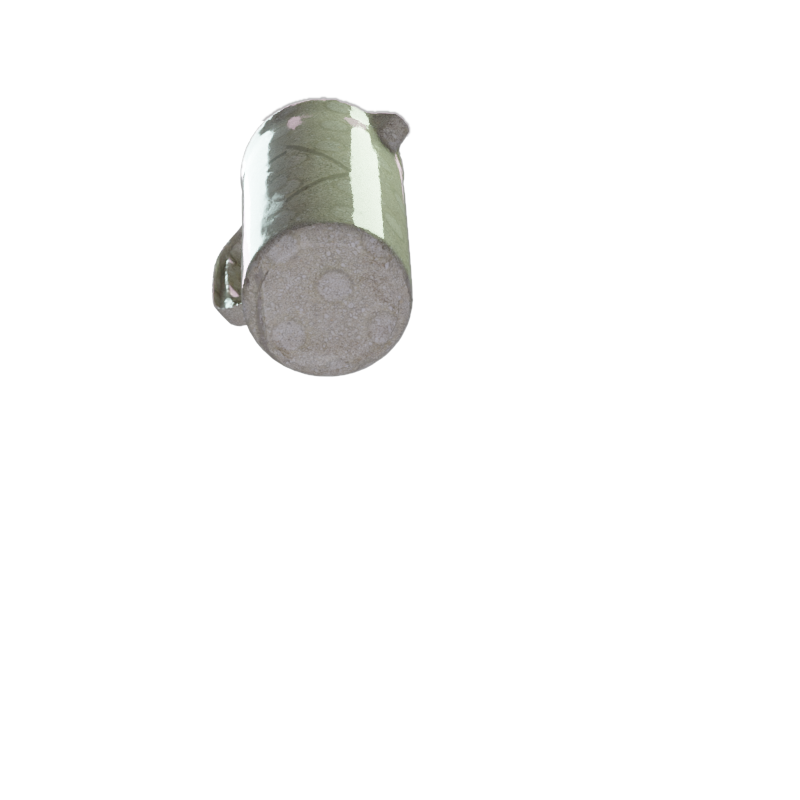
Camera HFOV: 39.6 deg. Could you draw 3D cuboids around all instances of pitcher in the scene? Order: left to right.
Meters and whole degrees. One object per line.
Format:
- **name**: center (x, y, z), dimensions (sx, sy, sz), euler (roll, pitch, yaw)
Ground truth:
- **pitcher**: center (-0.062, -0.114, 0.798), dimensions (0.144, 0.142, 0.257), euler (5, 28, -6)
